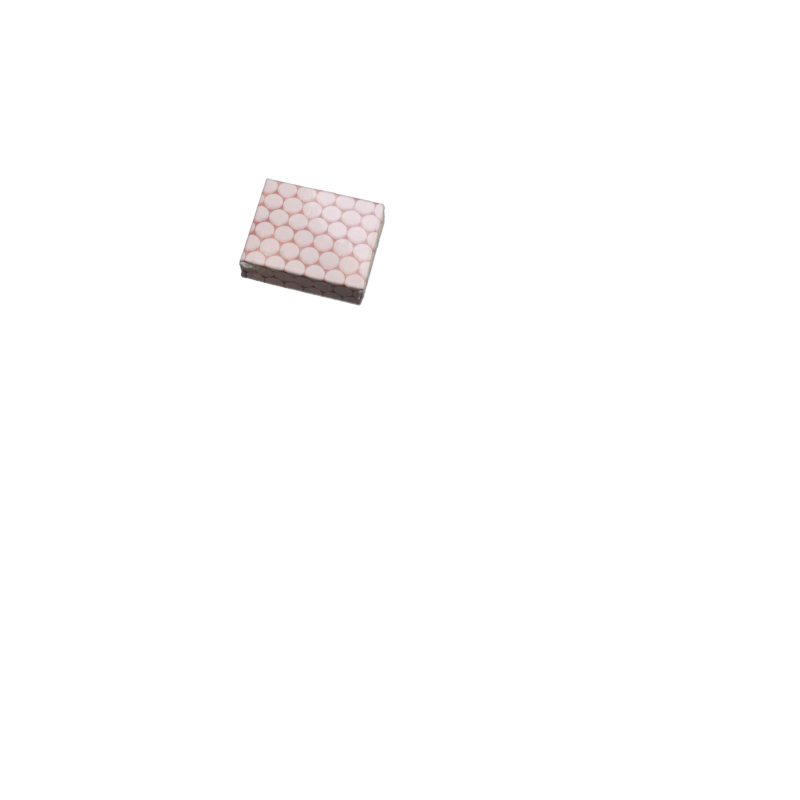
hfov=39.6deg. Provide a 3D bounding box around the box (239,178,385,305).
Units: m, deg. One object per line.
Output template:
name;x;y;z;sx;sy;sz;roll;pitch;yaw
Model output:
box;-0.077;-0.141;0.986;0.115;0.094;0.036;12;-29;6
